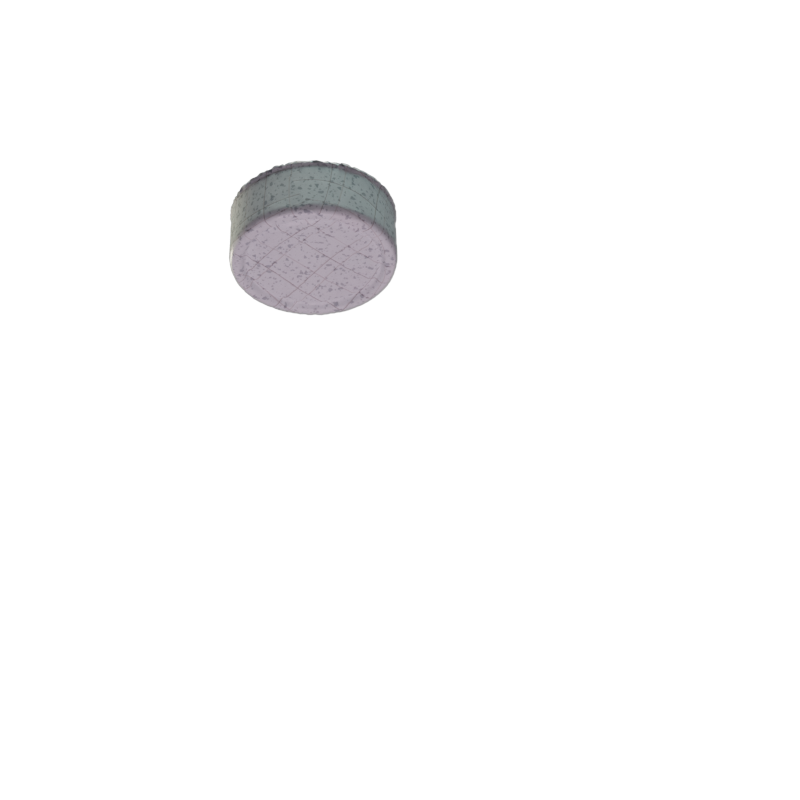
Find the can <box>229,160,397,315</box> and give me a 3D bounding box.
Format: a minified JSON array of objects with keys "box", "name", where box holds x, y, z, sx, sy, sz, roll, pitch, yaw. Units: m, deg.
[{"box":[-0.044,-0.080,0.562,0.086,0.036,0.080,1,-35,-2],"name":"can"}]
